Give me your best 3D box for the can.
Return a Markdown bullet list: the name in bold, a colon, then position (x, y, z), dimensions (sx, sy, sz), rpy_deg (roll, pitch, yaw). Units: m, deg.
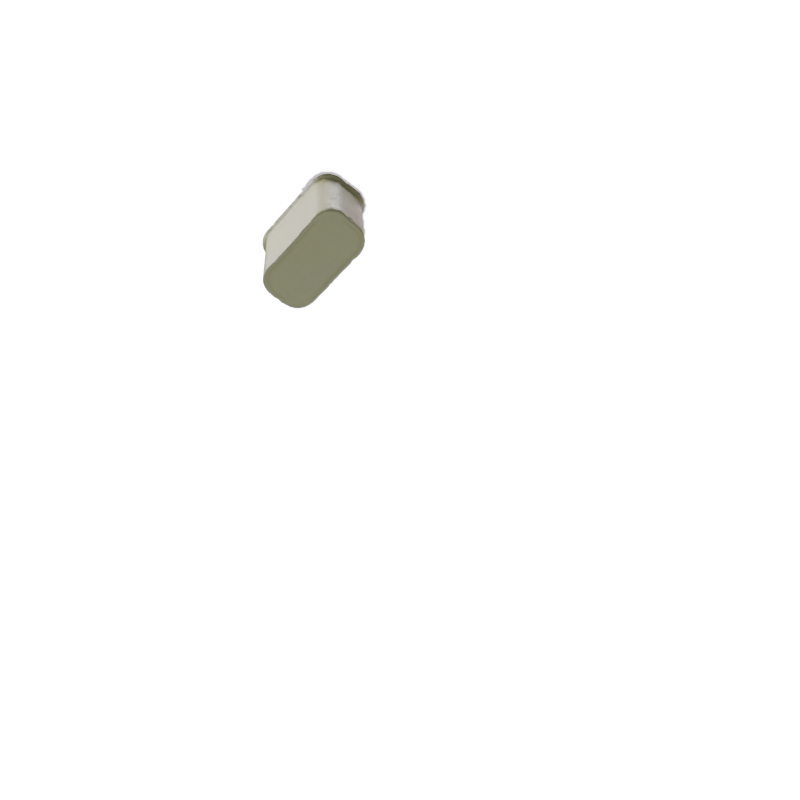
- **can**: position (-0.076, -0.139, 0.975), dimensions (0.055, 0.100, 0.089), rpy_deg (37, 20, -20)
